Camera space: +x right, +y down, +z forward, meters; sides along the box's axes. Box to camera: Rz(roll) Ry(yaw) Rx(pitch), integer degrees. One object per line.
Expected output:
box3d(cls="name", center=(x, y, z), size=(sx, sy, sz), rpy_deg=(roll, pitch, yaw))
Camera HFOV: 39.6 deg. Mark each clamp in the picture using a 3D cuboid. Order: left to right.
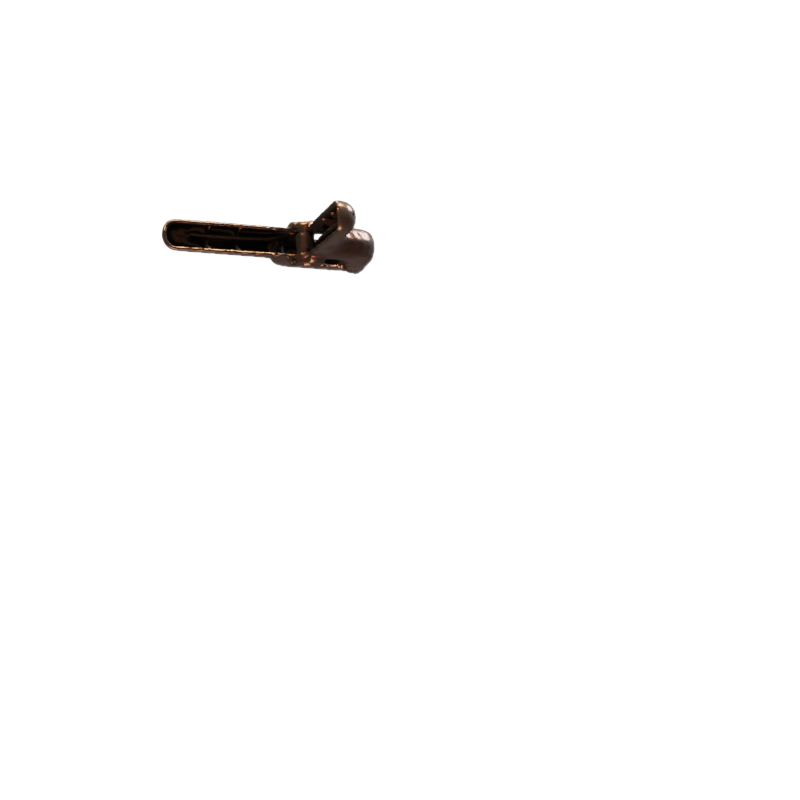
box3d(cls="clamp", center=(-0.073, -0.132, 0.927), size=(0.169, 0.037, 0.201), rpy_deg=(-1, -2, 30))
